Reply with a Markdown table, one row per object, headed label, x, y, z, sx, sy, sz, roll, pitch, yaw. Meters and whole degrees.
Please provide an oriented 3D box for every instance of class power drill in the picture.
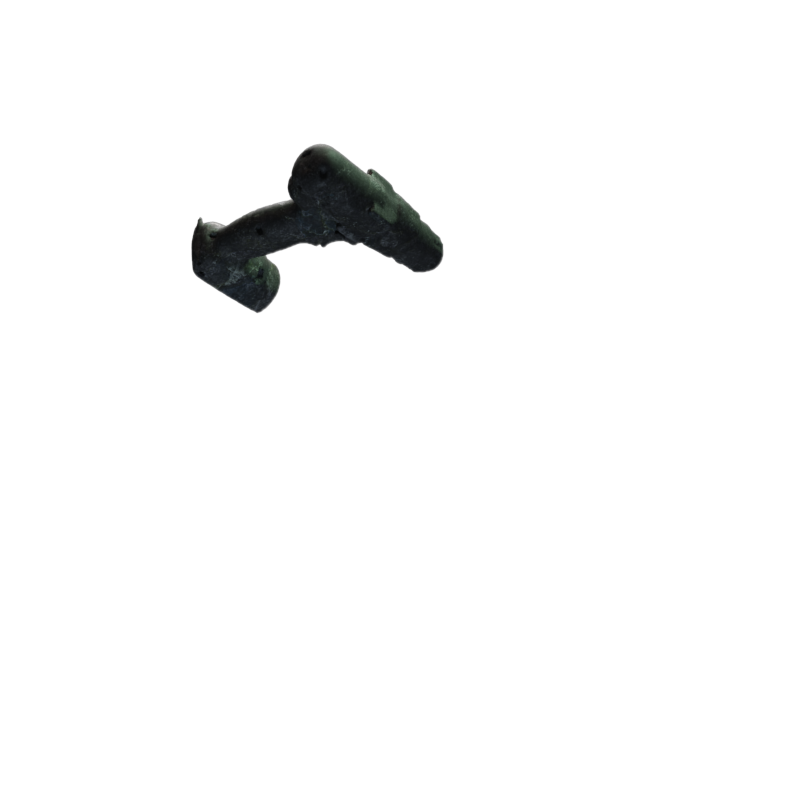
| label | x | y | z | sx | sy | sz | roll | pitch | yaw |
| --- | --- | --- | --- | --- | --- | --- | --- | --- | --- |
| power drill | -0.077 | -0.141 | 0.987 | 0.189 | 0.061 | 0.171 | -22 | -38 | 31 |
